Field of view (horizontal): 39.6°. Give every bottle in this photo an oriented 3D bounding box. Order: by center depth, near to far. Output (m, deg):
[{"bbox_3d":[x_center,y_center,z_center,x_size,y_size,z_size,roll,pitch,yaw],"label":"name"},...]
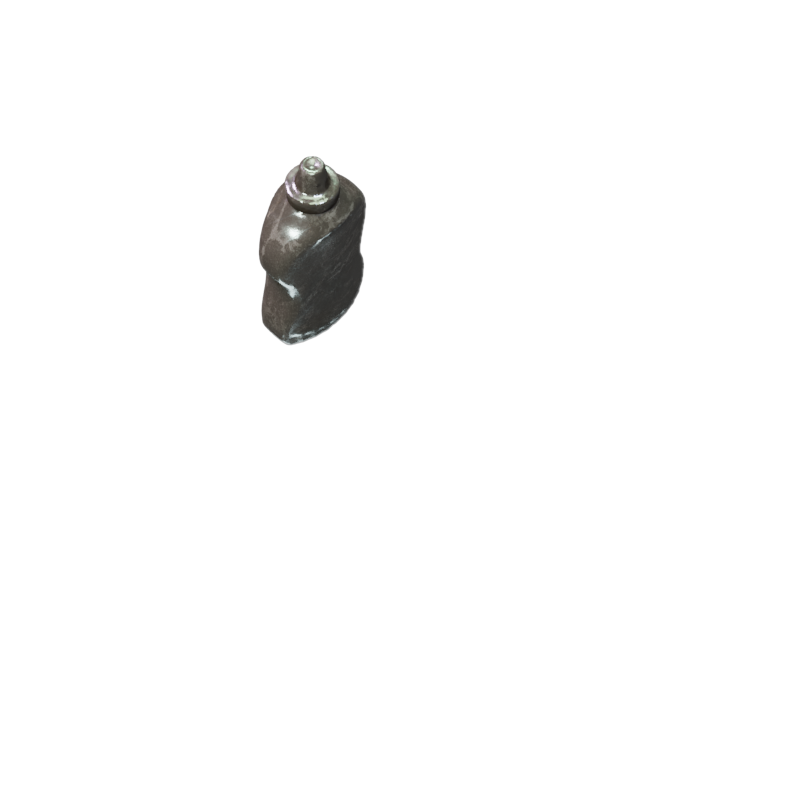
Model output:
[{"bbox_3d":[-0.068,-0.124,0.868,0.097,0.061,0.180,-41,-19,-22],"label":"bottle"}]
